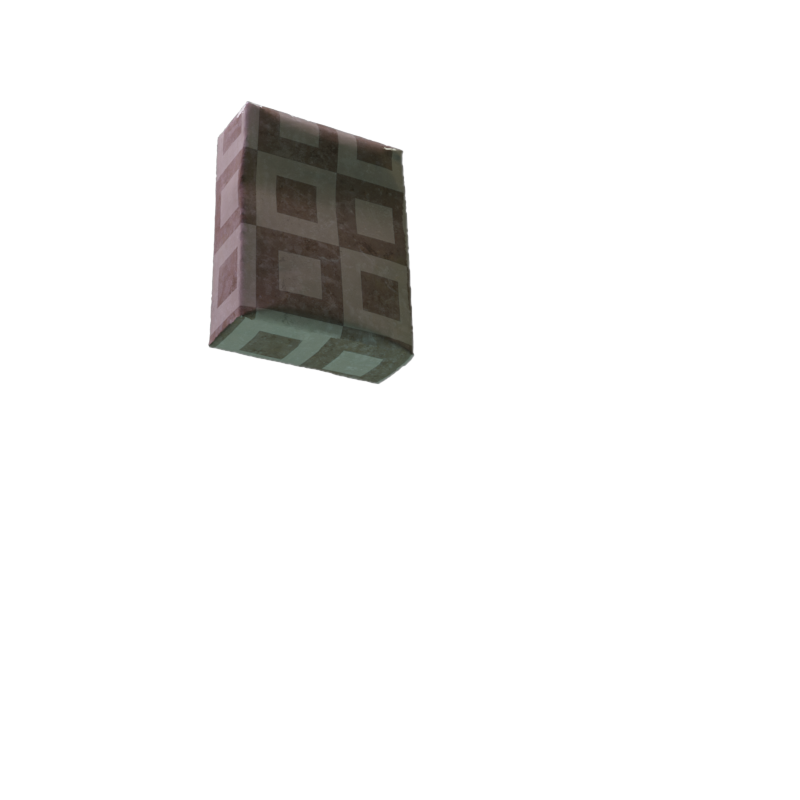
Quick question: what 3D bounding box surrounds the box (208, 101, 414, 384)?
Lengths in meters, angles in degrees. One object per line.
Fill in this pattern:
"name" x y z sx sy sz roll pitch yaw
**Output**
"box" -0.075 -0.136 0.953 0.157 0.227 0.070 13 -32 -26
